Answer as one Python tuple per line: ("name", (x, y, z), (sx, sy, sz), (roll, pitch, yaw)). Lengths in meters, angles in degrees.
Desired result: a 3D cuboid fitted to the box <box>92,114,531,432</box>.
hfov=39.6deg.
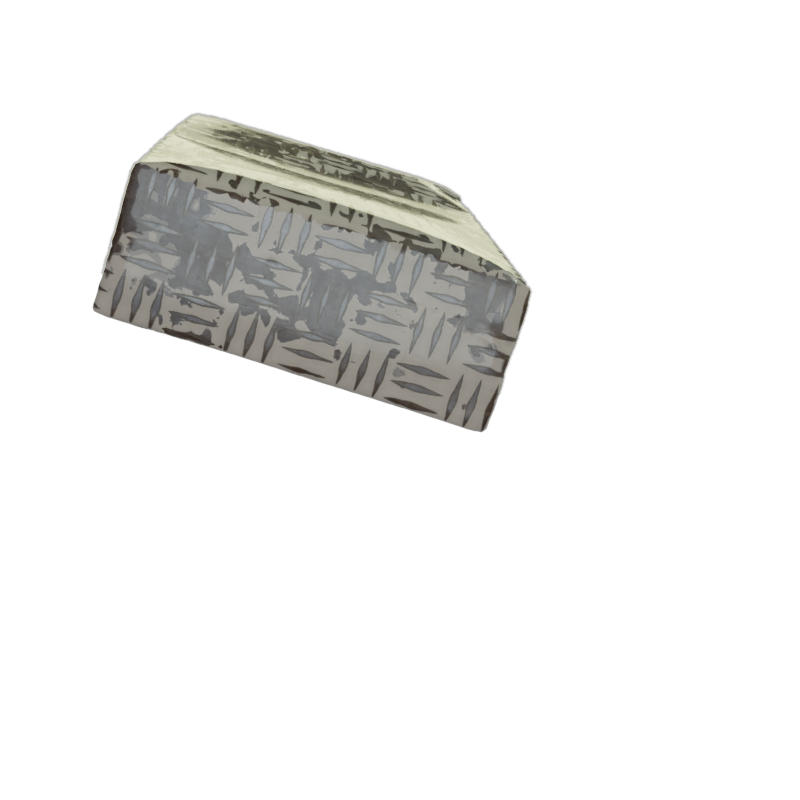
("box", (-0.041, -0.075, 0.527), (0.162, 0.070, 0.222), (16, 17, -8))
